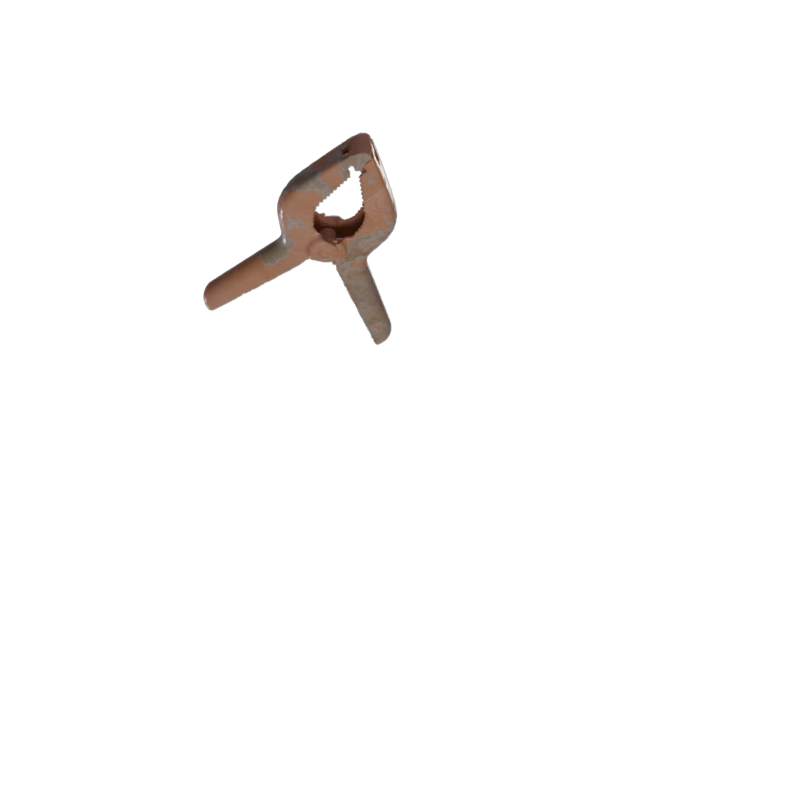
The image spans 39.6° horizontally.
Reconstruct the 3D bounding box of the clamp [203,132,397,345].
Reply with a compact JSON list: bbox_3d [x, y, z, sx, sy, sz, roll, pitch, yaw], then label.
[{"bbox_3d":[-0.070,-0.128,0.894,0.163,0.039,0.198,7,-44,-8],"label":"clamp"}]
